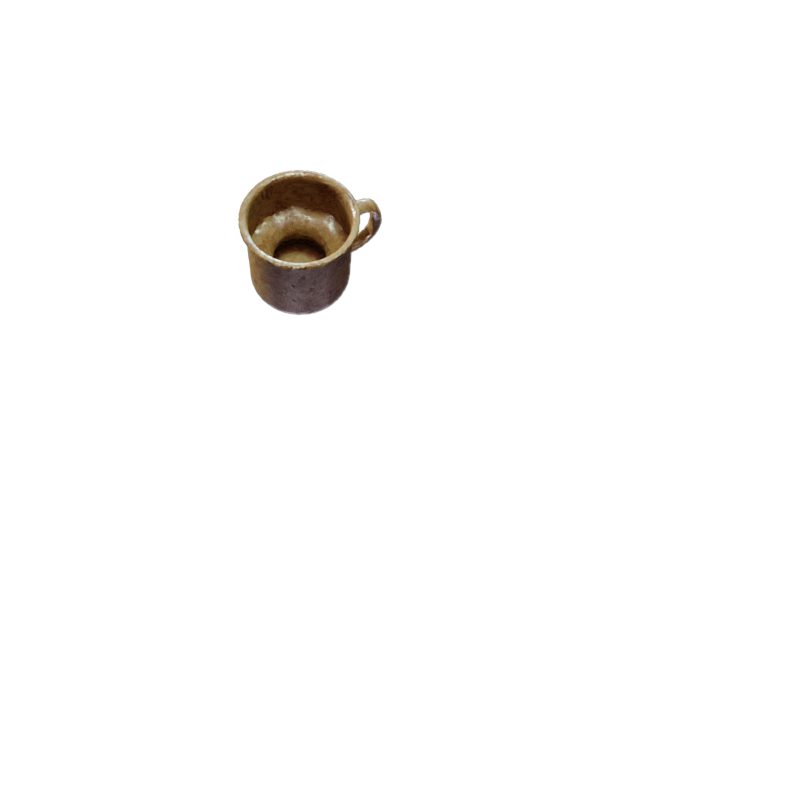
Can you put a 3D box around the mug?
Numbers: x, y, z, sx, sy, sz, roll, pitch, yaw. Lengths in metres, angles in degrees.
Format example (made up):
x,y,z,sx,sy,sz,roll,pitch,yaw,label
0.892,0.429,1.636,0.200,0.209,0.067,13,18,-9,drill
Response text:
x,y,z,sx,sy,sz,roll,pitch,yaw,label
-0.069,-0.125,0.877,0.117,0.100,0.076,-25,-27,-15,mug
